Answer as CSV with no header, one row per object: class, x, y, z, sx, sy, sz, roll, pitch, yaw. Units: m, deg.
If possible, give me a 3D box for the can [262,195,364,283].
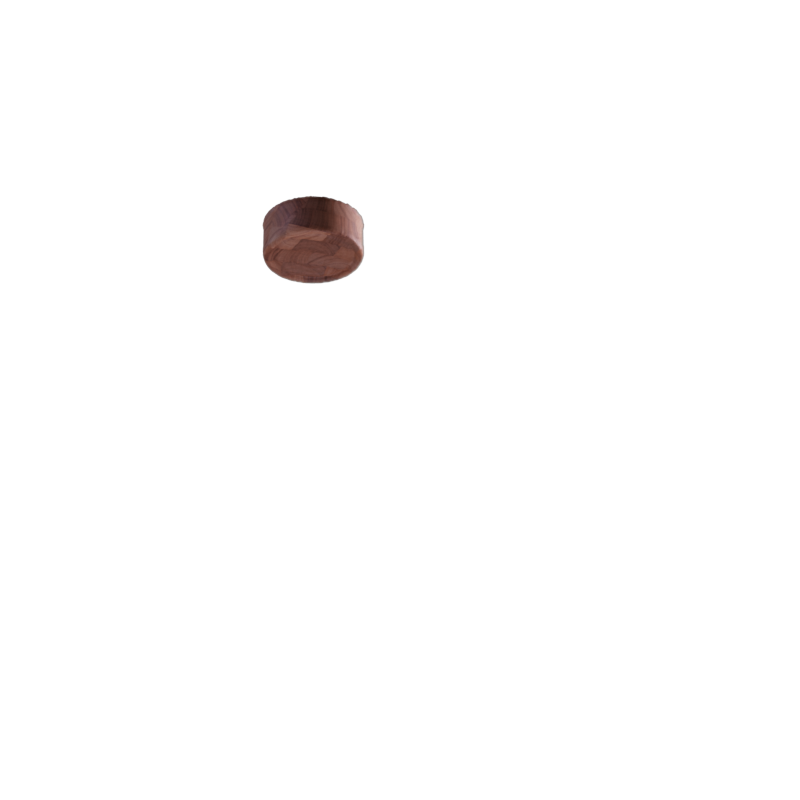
can,-0.073,-0.133,0.929,0.086,0.036,0.081,1,-28,-2
